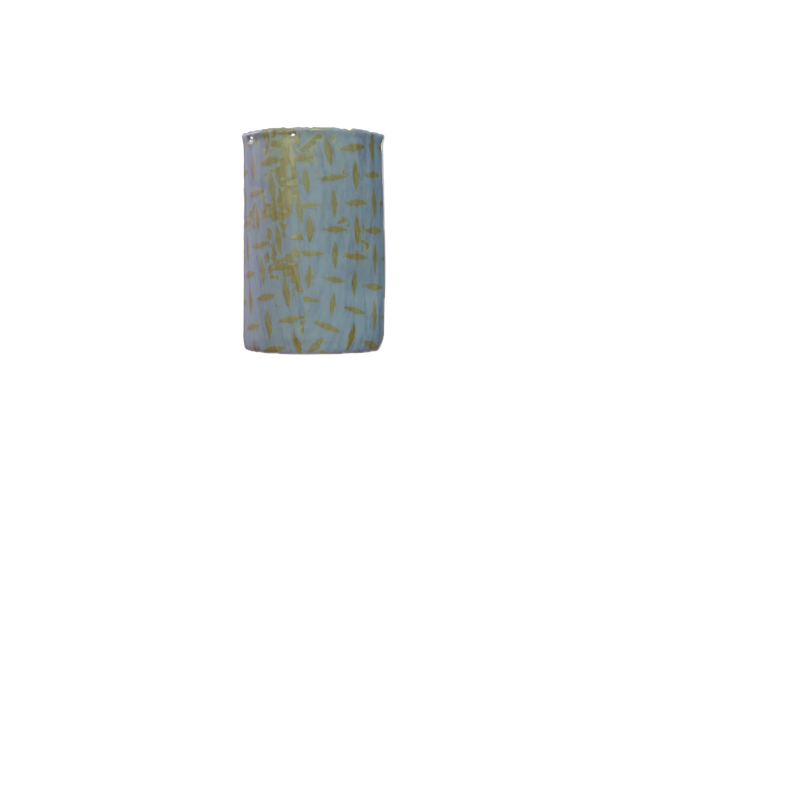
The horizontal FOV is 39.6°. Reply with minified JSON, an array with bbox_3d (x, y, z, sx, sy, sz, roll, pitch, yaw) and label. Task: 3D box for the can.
[{"bbox_3d":[-0.041,-0.075,0.528,0.068,0.102,0.069,0,2,-2],"label":"can"}]
